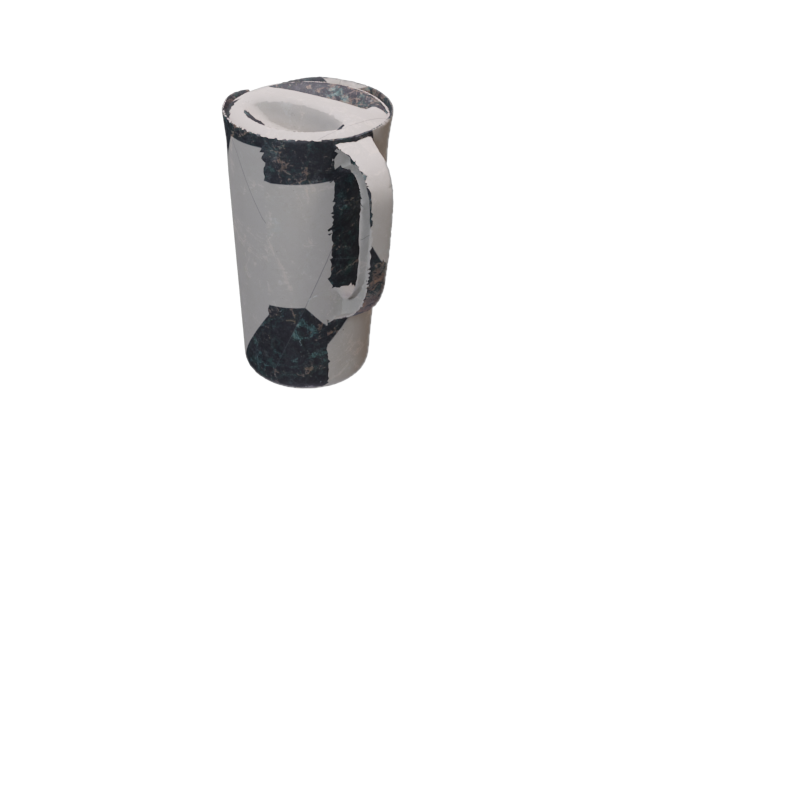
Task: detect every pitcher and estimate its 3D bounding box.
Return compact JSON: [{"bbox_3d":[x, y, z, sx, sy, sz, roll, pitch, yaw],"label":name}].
[{"bbox_3d":[-0.071,-0.129,0.904,0.147,0.228,0.156,7,32,8],"label":"pitcher"}]
